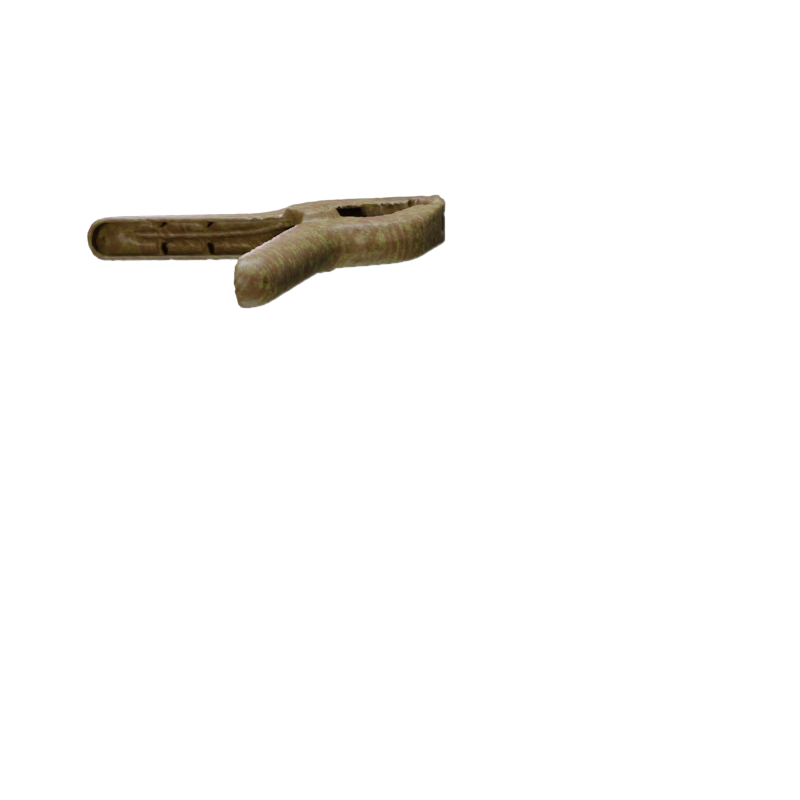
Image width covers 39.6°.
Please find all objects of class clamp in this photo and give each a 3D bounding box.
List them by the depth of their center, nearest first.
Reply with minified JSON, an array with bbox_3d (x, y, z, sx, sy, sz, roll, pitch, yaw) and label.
[{"bbox_3d":[-0.048,-0.088,0.618,0.205,0.035,0.175,-12,22,-30],"label":"clamp"}]
